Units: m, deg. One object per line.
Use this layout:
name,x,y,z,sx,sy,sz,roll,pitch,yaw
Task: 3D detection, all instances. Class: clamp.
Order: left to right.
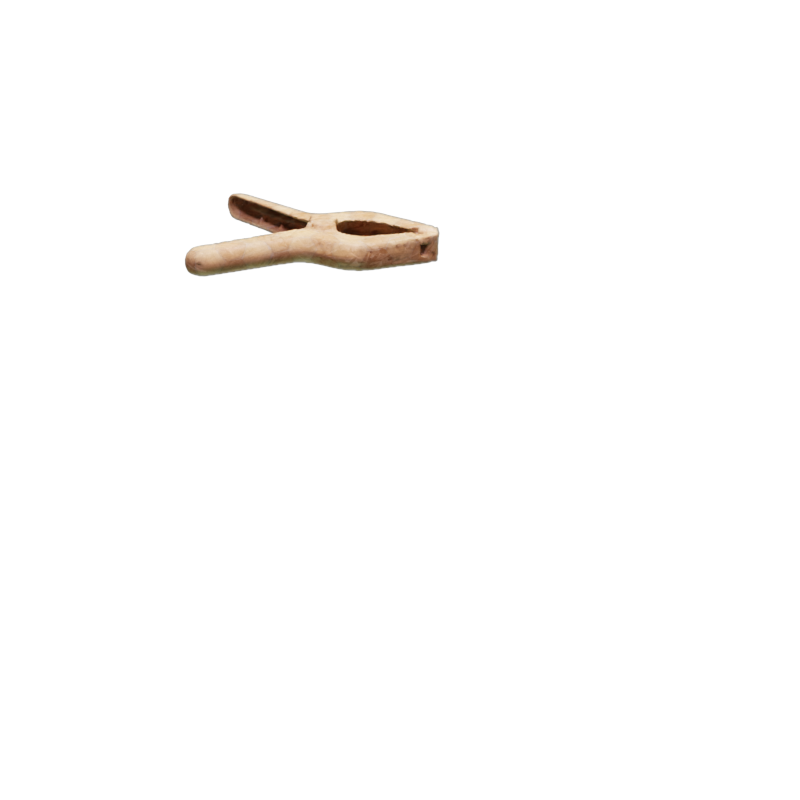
clamp,-0.075,-0.136,0.953,0.215,0.034,0.170,7,29,13
